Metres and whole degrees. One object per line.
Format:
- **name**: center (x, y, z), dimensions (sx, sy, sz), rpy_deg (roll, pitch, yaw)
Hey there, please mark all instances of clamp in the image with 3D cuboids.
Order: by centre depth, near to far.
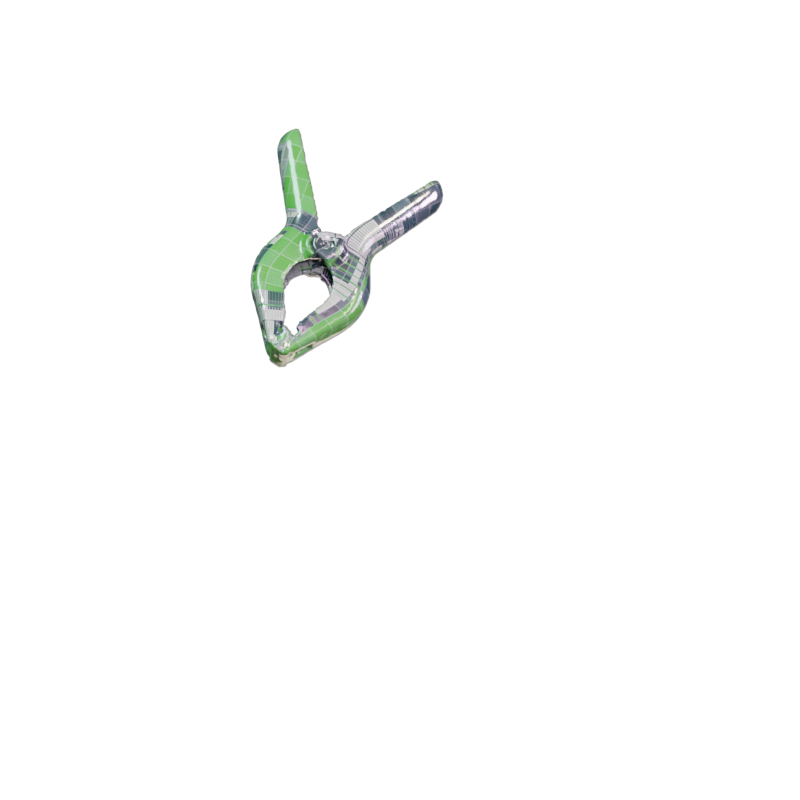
- **clamp**: center (-0.058, -0.107, 0.747), dimensions (0.124, 0.177, 0.037), rpy_deg (25, -27, 14)
